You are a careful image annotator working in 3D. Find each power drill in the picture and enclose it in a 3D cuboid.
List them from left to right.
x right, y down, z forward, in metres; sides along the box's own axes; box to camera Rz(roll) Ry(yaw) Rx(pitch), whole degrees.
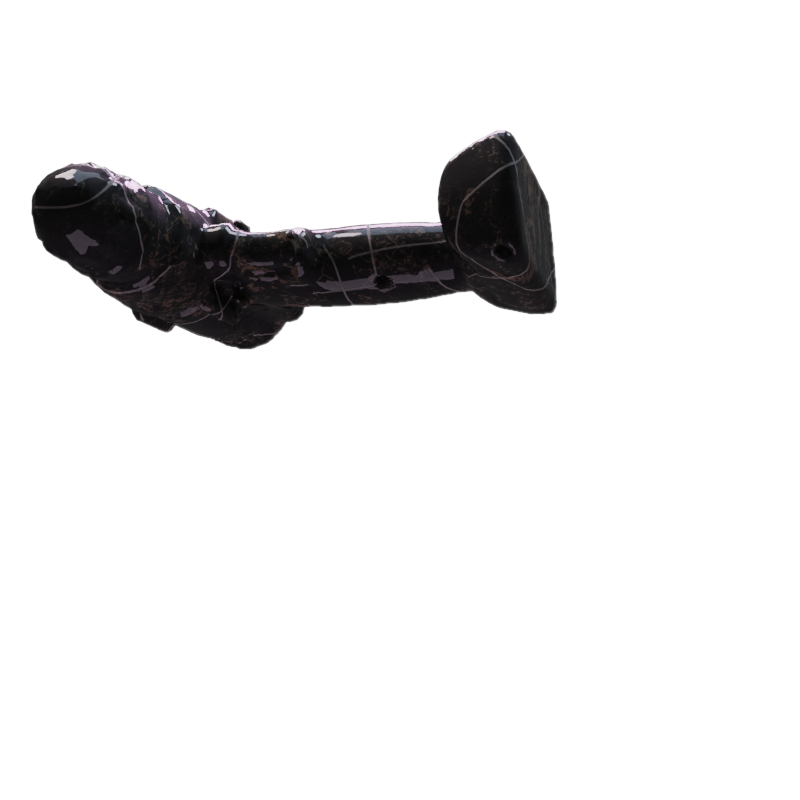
[{"bbox_3d":[-0.037,-0.067,0.470,0.191,0.059,0.175,-3,-9,19],"label":"power drill"}]
